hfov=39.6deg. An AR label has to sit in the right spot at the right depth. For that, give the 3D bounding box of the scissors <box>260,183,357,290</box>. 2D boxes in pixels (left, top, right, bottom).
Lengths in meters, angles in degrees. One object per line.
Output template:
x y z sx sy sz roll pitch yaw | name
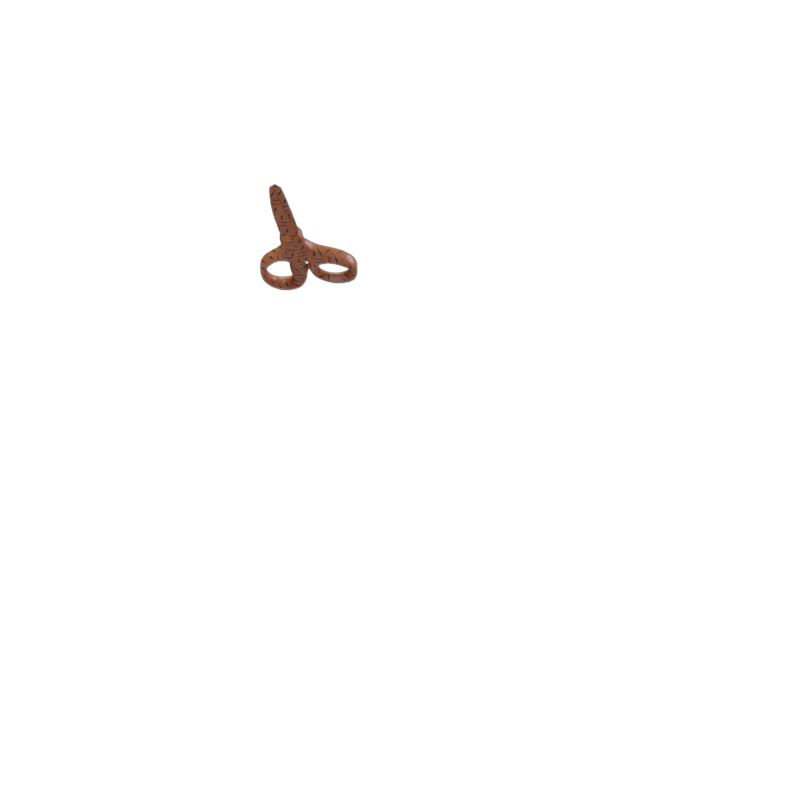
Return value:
-0.073 -0.133 0.935 0.095 0.016 0.195 3 -16 -11 | scissors
